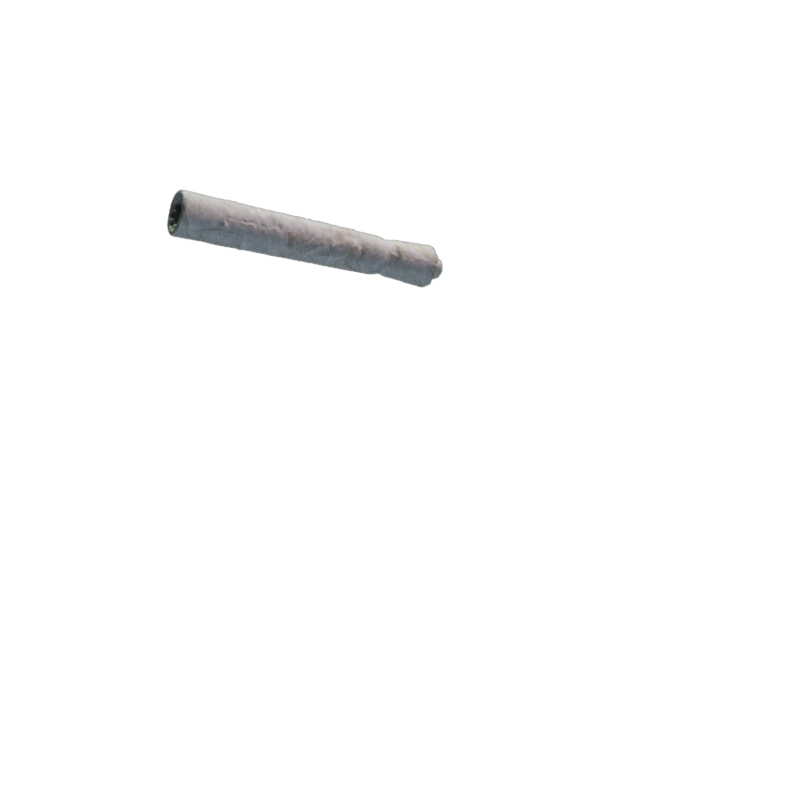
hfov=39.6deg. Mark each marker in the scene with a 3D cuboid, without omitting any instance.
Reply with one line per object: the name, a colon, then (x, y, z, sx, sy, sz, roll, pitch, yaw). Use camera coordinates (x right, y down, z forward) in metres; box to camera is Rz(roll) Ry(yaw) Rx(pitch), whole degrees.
marker: (-0.036, -0.065, 0.457, 0.116, 0.020, 0.020, 9, 0, -25)
